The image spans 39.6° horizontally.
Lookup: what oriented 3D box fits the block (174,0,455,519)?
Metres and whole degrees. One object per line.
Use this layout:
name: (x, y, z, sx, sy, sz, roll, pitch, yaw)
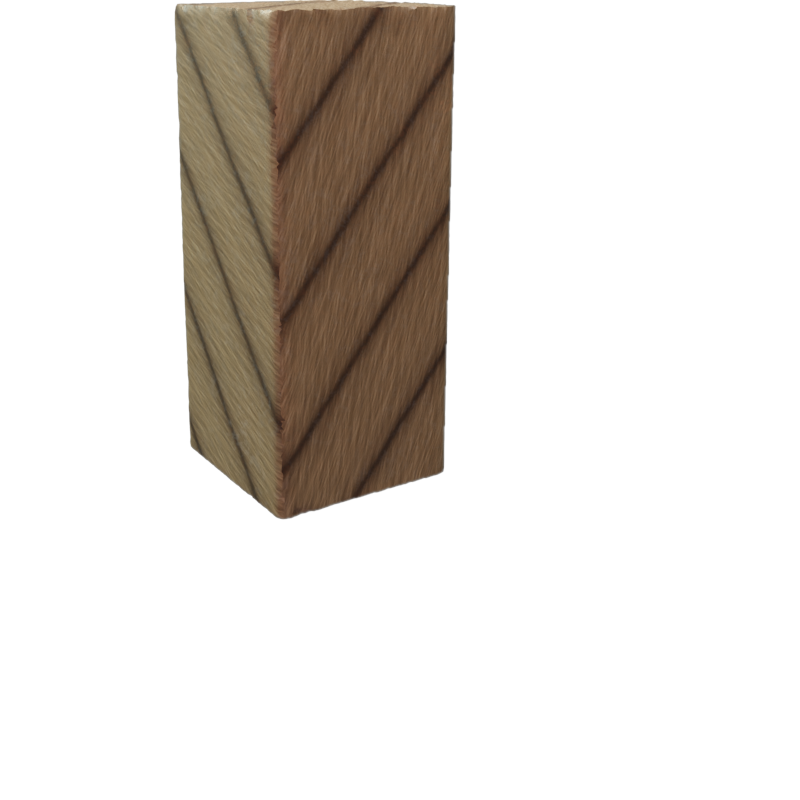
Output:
block: (-0.039, -0.070, 0.488, 0.088, 0.199, 0.096, -10, 19, -33)
